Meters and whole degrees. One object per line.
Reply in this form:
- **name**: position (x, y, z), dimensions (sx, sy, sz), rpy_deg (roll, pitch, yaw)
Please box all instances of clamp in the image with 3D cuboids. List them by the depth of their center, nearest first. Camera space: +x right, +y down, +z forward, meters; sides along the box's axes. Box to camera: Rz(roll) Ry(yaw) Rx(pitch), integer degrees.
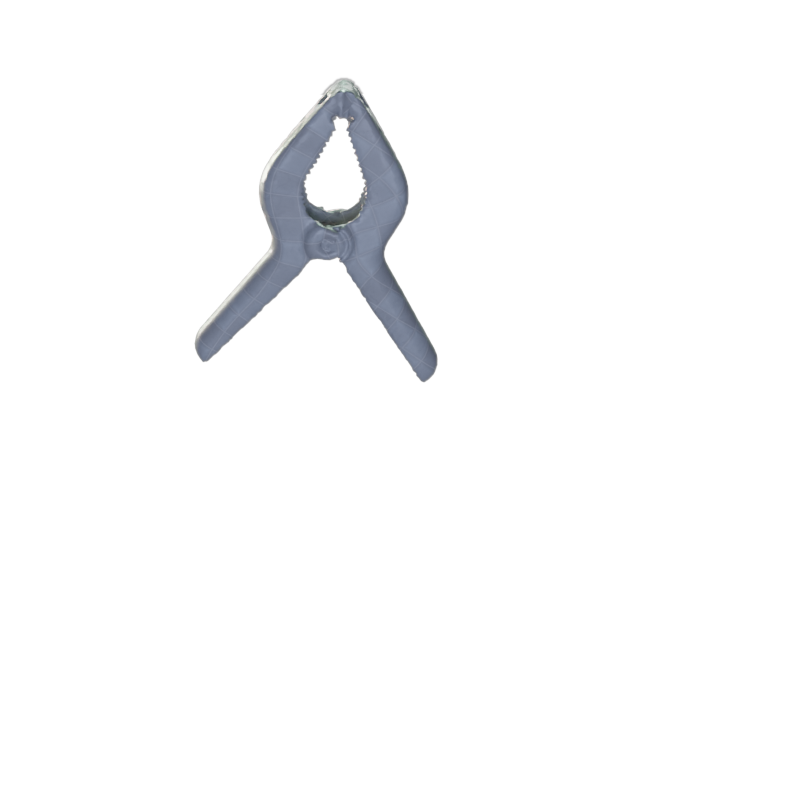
- **clamp**: position (-0.056, -0.103, 0.720), dimensions (0.164, 0.198, 0.038), rpy_deg (0, 26, 0)
